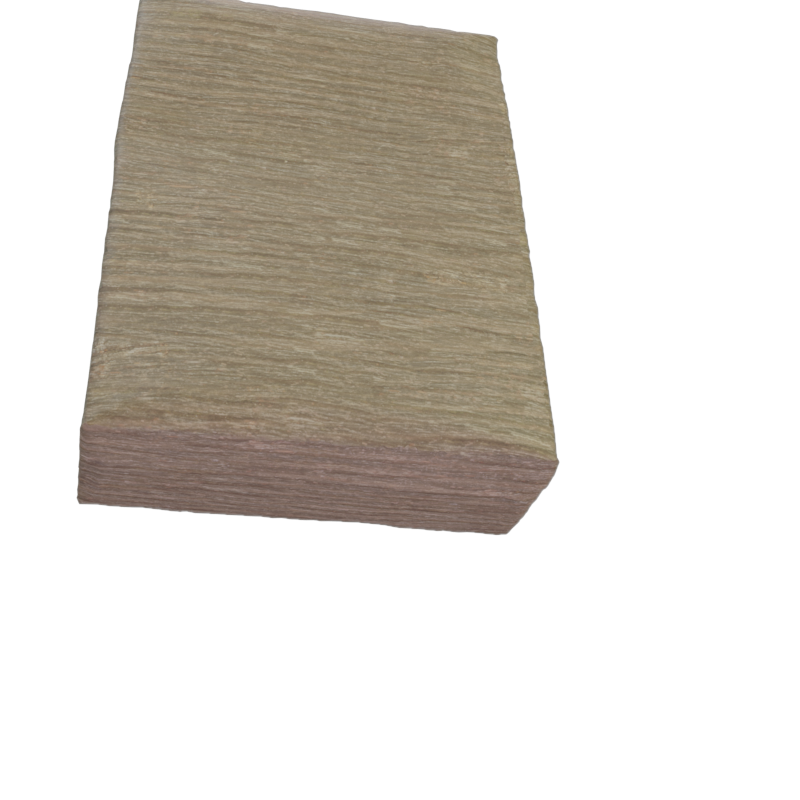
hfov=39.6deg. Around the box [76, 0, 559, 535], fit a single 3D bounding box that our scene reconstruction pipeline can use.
[{"bbox_3d":[-0.035,-0.063,0.444,0.162,0.229,0.068,5,-34,-10],"label":"box"}]
